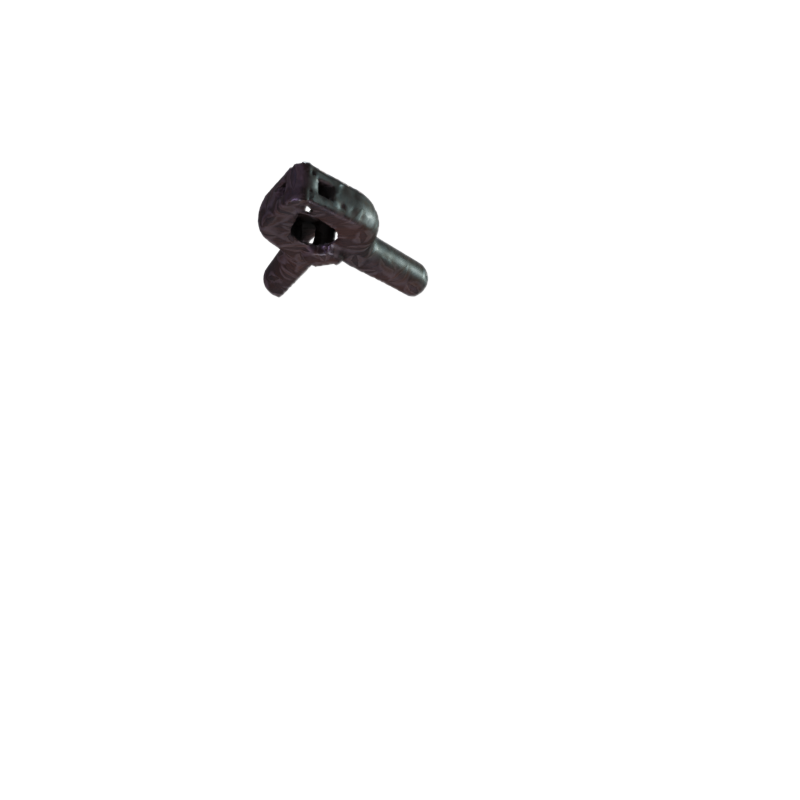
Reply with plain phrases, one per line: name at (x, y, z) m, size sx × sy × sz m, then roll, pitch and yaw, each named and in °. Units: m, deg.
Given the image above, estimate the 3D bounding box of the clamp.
clamp at (-0.059, -0.108, 0.755) m, size 0.122 × 0.041 × 0.159 m, roll -8°, pitch -24°, yaw 17°
